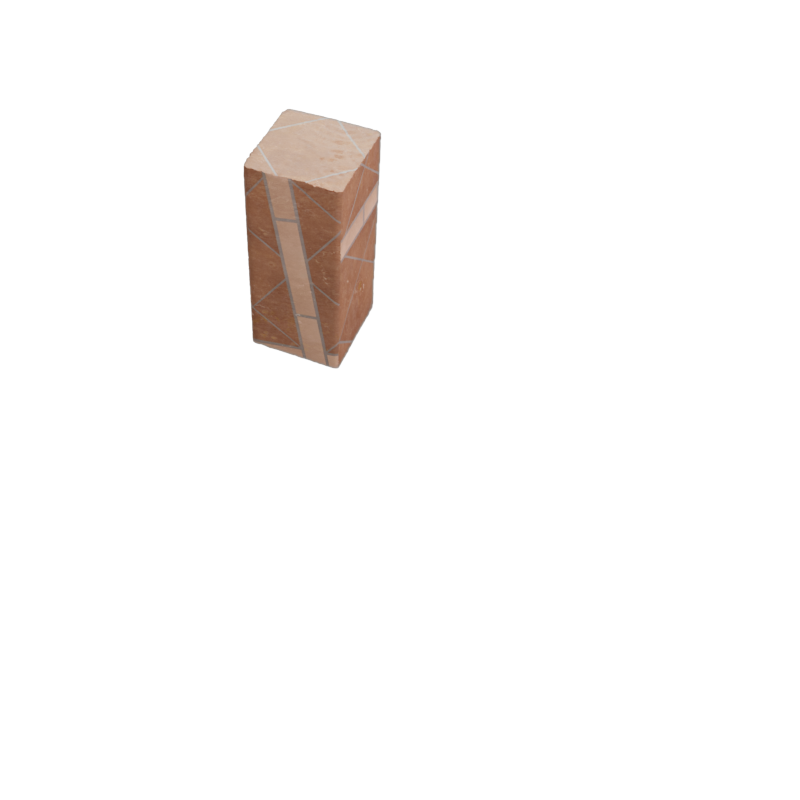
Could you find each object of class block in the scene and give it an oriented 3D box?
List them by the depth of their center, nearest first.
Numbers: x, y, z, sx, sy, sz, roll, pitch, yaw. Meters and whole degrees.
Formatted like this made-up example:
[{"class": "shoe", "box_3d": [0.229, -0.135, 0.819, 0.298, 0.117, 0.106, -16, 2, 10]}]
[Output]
[{"class": "block", "box_3d": [-0.077, -0.139, 0.973, 0.093, 0.192, 0.095, 17, 48, 13]}]
